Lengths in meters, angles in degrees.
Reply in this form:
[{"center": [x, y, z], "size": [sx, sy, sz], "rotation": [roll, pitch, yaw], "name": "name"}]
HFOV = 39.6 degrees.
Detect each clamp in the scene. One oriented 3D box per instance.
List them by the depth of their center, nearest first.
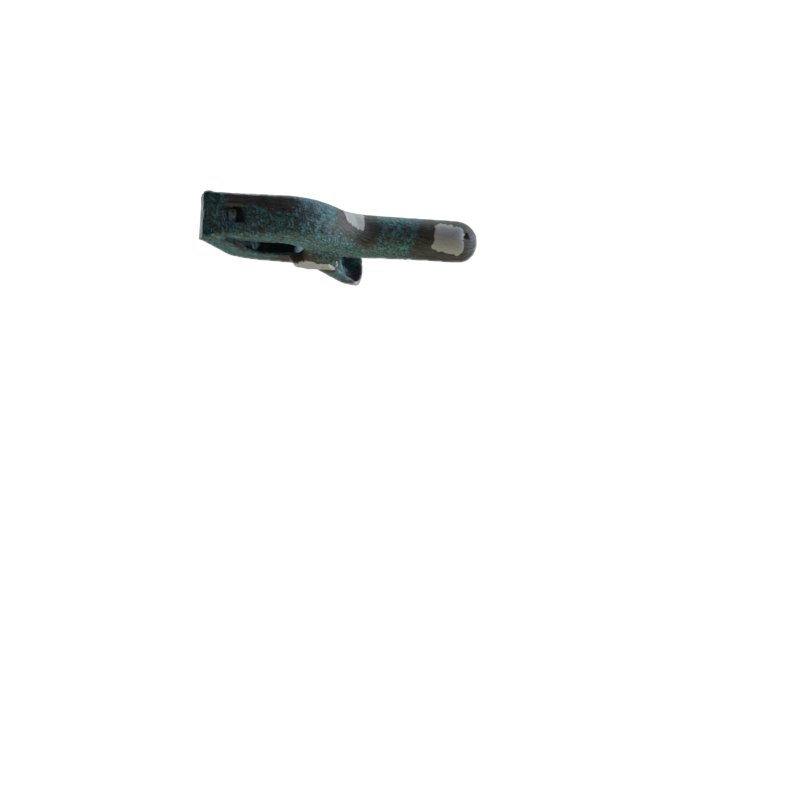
[{"center": [-0.053, -0.097, 0.681], "size": [0.164, 0.041, 0.121], "rotation": [8, -15, -30], "name": "clamp"}]
